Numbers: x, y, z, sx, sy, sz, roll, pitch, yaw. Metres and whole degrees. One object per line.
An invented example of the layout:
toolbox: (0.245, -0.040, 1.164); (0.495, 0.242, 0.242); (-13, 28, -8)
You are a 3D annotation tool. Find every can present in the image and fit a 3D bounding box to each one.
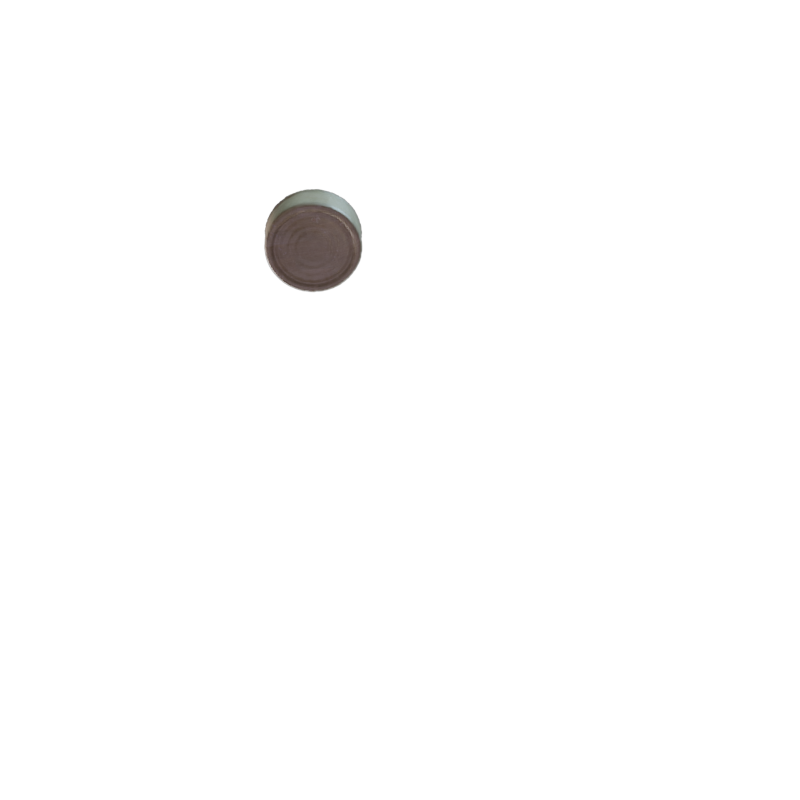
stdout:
can: (-0.075, -0.138, 0.963); (0.086, 0.081, 0.035); (1, 27, -1)
